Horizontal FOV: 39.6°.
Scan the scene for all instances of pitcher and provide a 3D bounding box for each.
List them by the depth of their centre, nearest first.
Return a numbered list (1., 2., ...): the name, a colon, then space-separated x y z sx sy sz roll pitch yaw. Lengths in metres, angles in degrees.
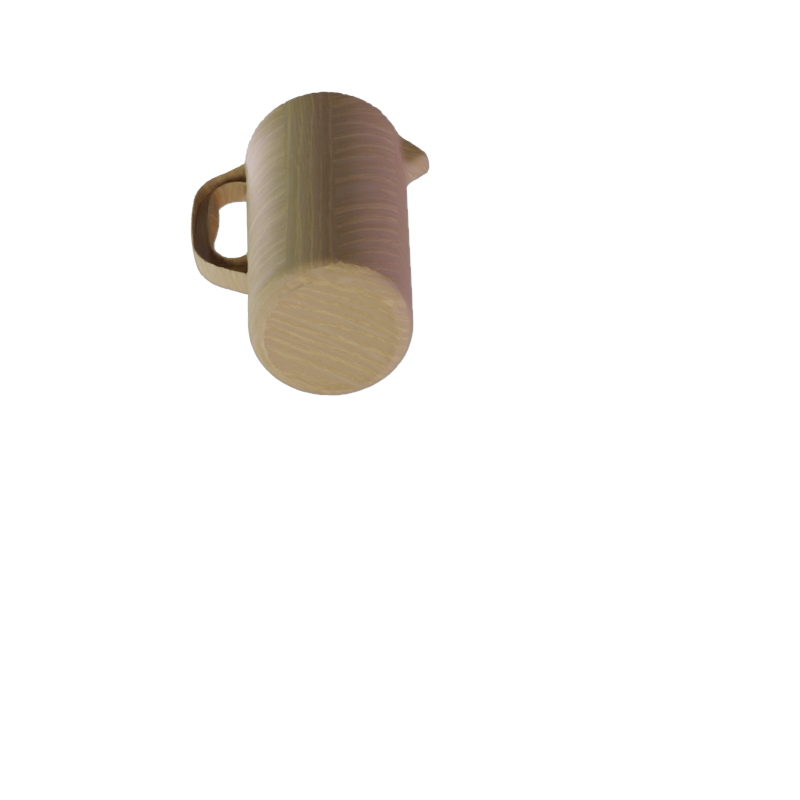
1. pitcher: -0.064 -0.116 0.815 0.138 0.146 0.260 32 28 -24
